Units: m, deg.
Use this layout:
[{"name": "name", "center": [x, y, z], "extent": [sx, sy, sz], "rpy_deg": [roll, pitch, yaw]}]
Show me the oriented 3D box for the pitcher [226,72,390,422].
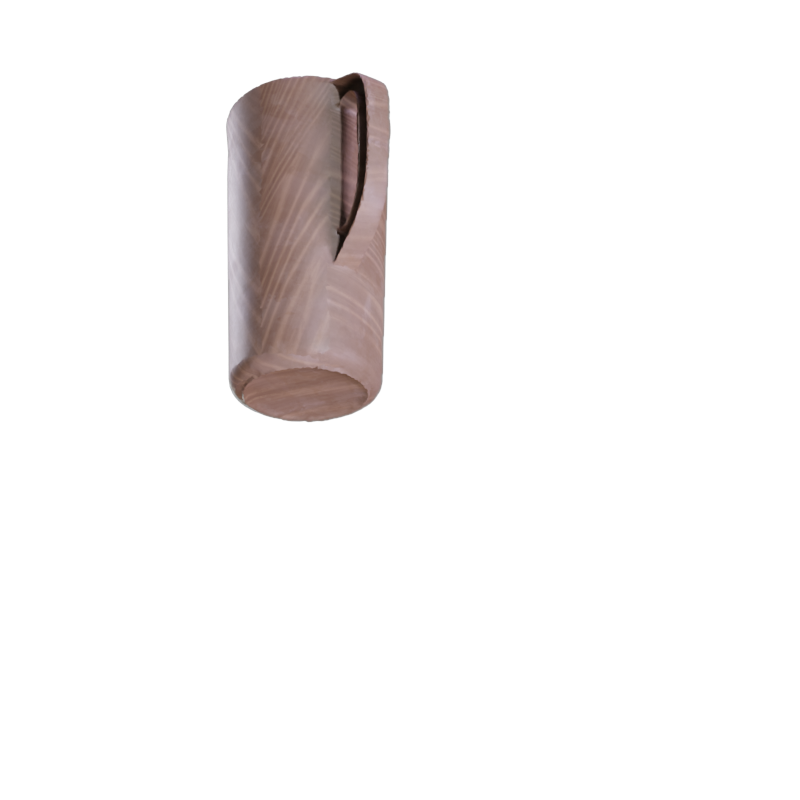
[{"name": "pitcher", "center": [-0.065, -0.118, 0.826], "extent": [0.146, 0.259, 0.138], "rpy_deg": [-8, -31, 10]}]
